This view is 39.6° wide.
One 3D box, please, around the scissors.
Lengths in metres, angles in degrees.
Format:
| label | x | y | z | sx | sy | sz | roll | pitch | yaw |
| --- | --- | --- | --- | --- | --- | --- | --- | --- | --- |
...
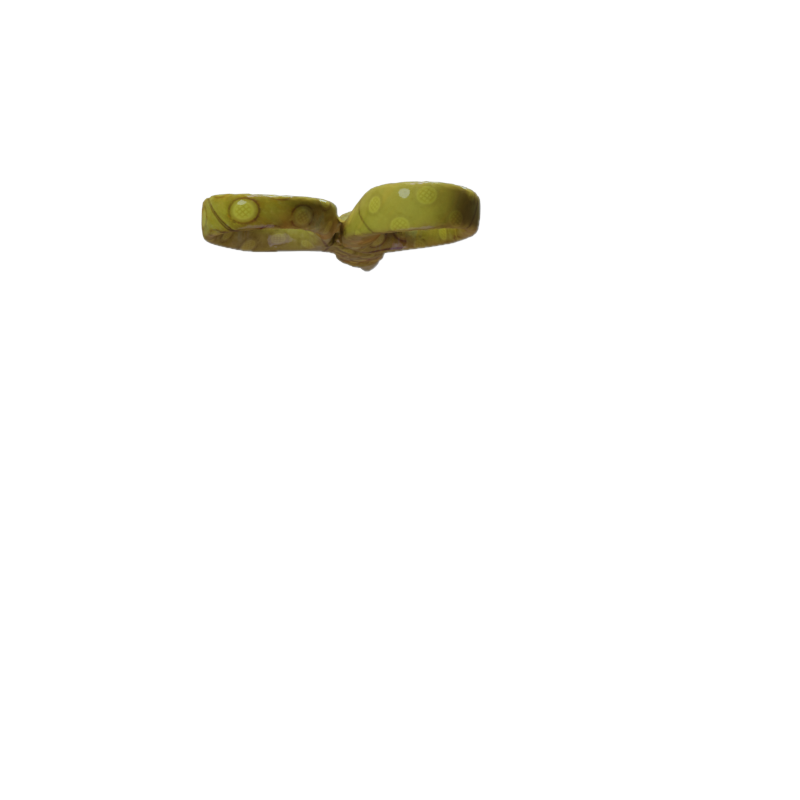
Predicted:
| label | x | y | z | sx | sy | sz | roll | pitch | yaw |
| --- | --- | --- | --- | --- | --- | --- | --- | --- | --- |
| scissors | -0.032 | -0.059 | 0.412 | 0.094 | 0.016 | 0.204 | 0 | 1 | -16 |
